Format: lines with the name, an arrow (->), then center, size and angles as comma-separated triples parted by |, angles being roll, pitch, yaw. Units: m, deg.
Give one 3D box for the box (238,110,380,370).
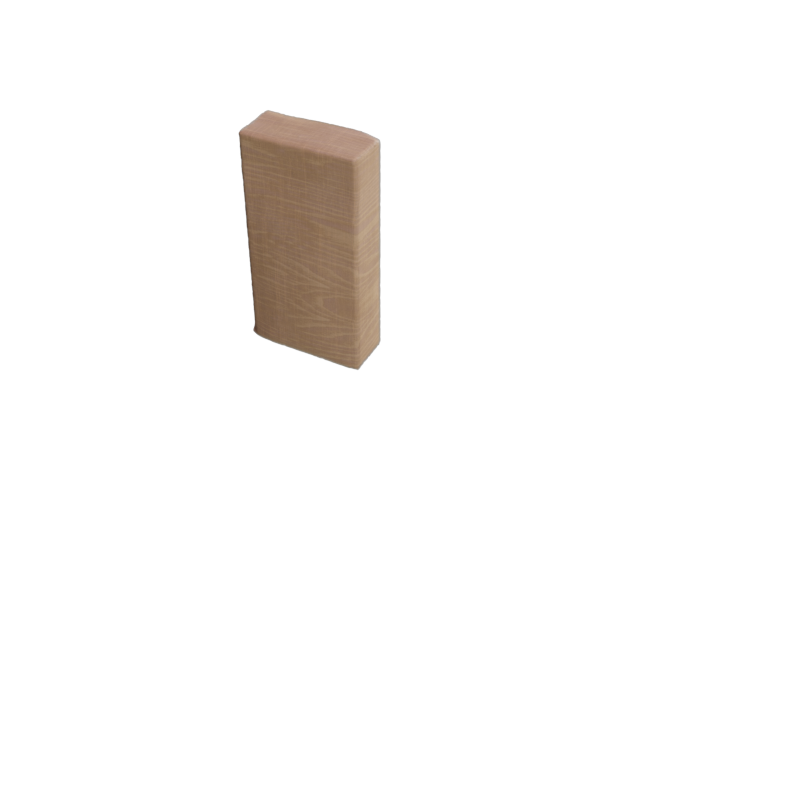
box -> -0.062, -0.113, 0.791 | 0.097, 0.165, 0.049 | 19, 37, 23
